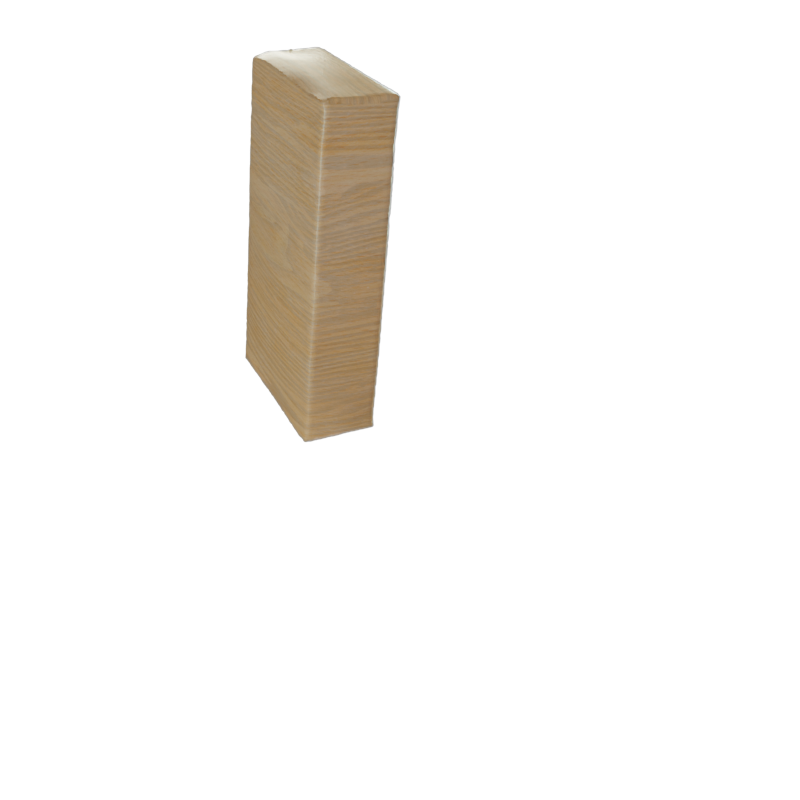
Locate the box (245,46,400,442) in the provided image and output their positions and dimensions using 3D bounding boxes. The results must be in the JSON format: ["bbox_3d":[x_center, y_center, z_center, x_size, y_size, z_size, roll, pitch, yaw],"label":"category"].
[{"bbox_3d":[-0.044,-0.079,0.554,0.047,0.167,0.100,-10,29,-23],"label":"box"}]
